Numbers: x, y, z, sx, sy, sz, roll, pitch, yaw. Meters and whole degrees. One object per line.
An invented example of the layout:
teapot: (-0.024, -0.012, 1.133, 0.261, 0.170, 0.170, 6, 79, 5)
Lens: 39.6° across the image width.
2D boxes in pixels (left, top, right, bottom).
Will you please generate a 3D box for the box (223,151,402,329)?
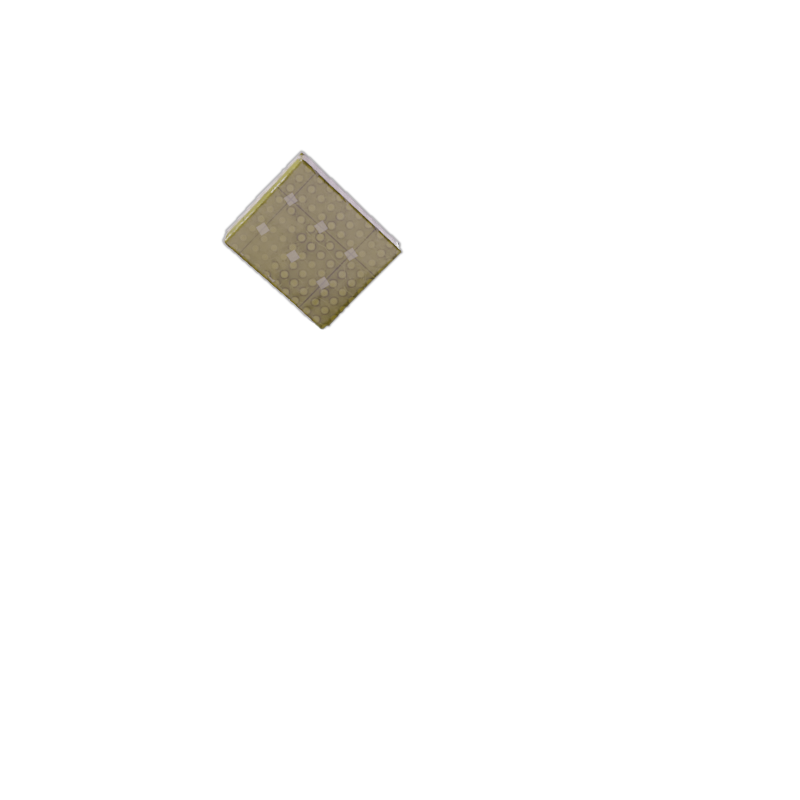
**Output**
box: (-0.055, -0.100, 0.702, 0.087, 0.072, 0.031, 42, 12, -11)
